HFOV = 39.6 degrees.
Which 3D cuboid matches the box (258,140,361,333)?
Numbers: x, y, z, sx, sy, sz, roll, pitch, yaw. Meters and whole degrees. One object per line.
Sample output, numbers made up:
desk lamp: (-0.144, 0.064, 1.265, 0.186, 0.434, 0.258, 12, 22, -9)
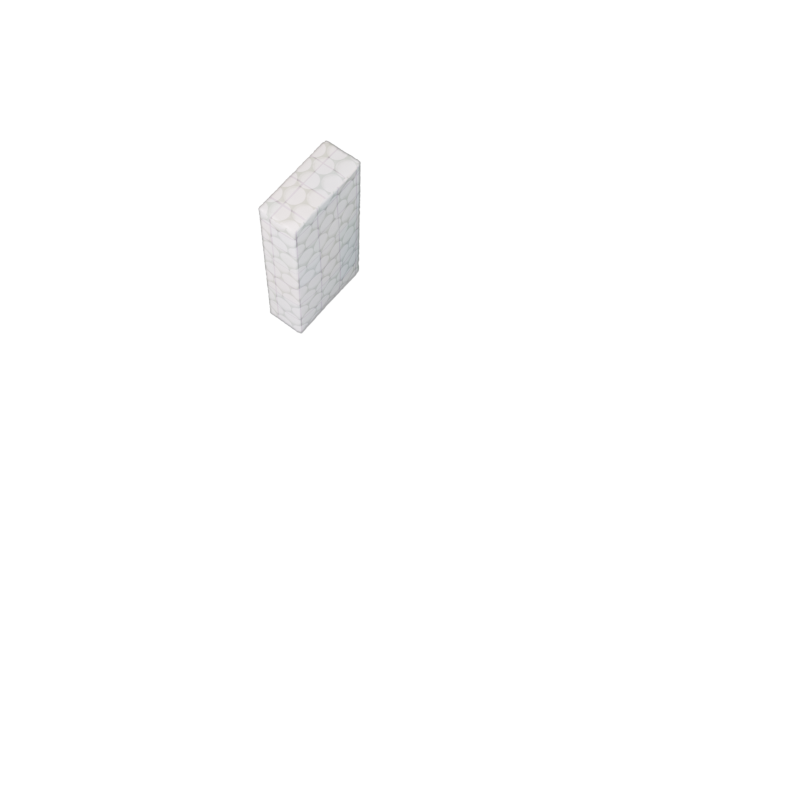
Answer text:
box: (-0.077, -0.141, 0.987, 0.050, 0.095, 0.166, 35, -23, 12)
